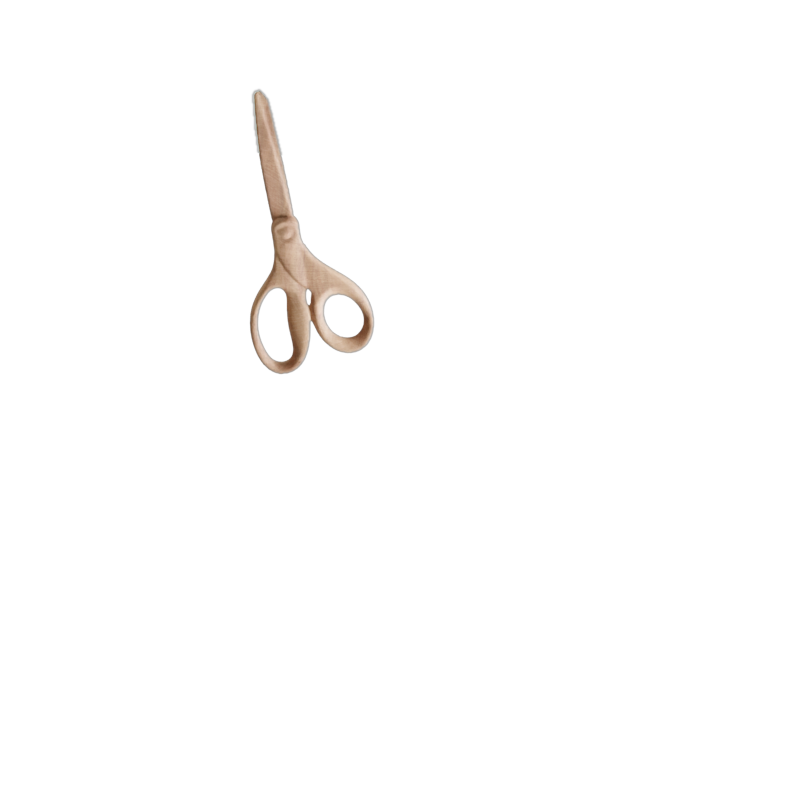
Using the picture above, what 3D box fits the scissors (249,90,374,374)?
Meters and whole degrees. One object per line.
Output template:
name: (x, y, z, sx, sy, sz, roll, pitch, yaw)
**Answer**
scissors: (-0.059, -0.108, 0.755, 0.096, 0.193, 0.017, 6, 22, -3)
